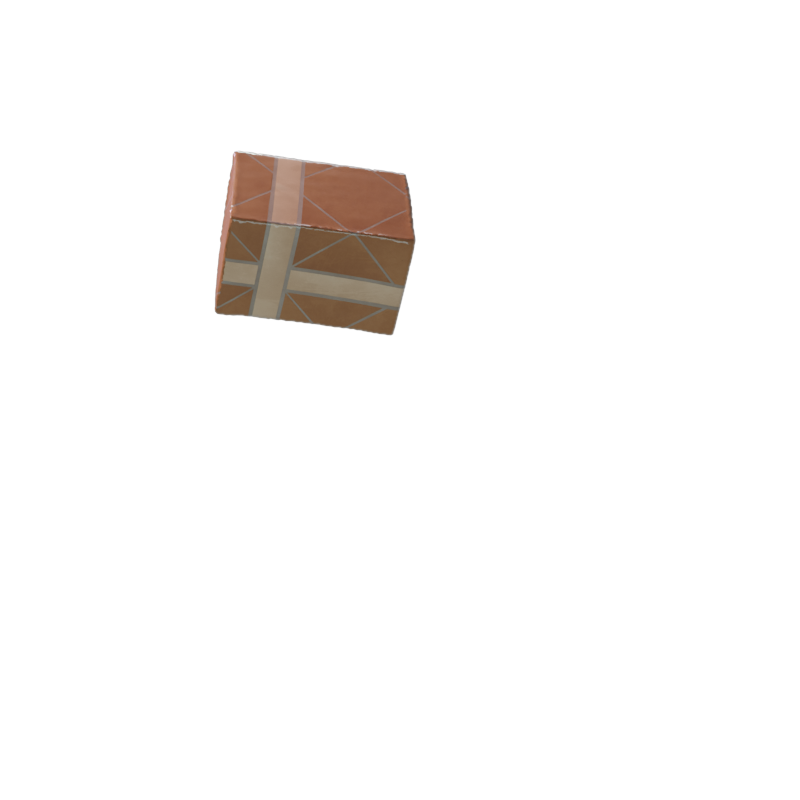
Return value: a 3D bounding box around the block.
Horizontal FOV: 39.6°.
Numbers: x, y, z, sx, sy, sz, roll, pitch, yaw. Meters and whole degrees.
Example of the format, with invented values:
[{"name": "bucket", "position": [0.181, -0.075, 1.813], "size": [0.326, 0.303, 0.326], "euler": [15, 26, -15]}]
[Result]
[{"name": "block", "position": [-0.037, -0.067, 0.472], "size": [0.077, 0.050, 0.055], "euler": [8, 40, -8]}]
